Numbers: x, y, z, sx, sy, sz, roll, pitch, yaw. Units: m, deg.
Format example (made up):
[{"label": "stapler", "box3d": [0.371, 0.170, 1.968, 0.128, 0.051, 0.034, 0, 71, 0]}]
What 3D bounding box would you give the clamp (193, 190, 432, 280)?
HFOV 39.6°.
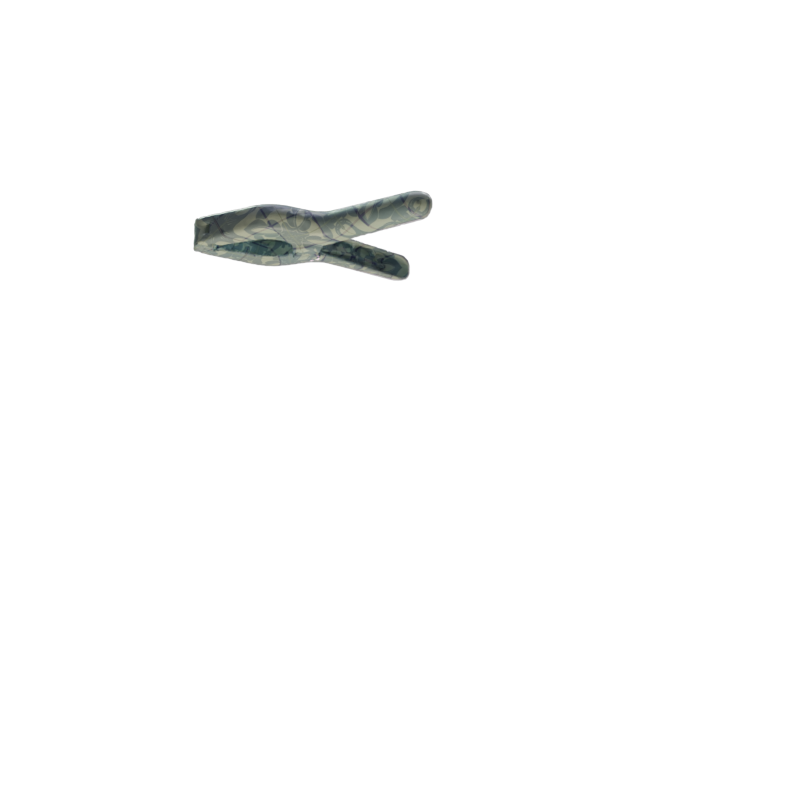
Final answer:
[{"label": "clamp", "box3d": [-0.078, -0.142, 0.998, 0.211, 0.038, 0.156, -1, -17, 3]}]
